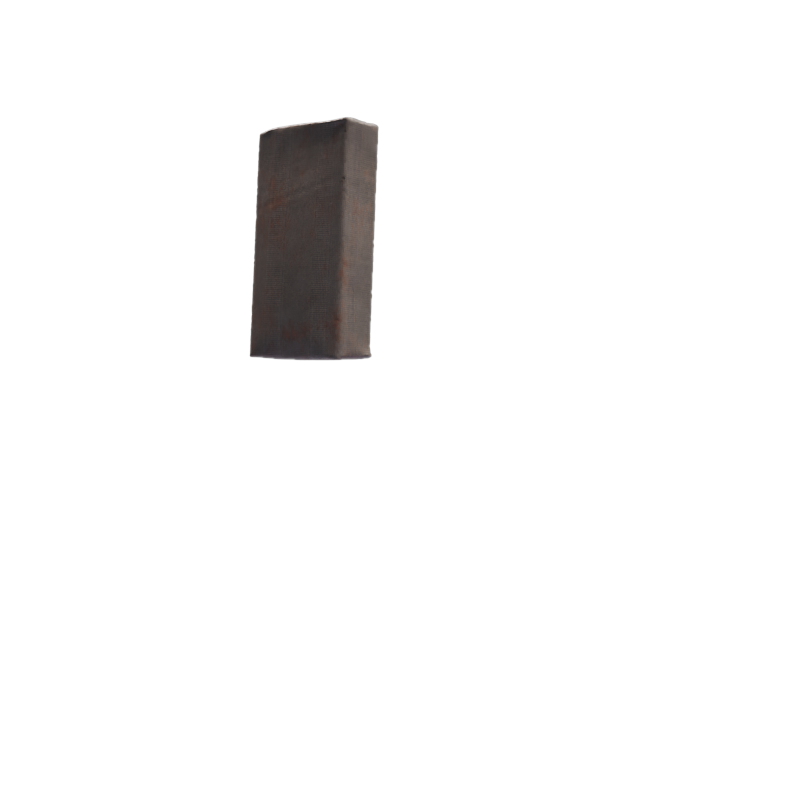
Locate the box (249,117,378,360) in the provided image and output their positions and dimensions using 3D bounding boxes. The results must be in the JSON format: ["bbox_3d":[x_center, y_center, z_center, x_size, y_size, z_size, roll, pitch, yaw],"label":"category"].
[{"bbox_3d":[-0.066,-0.119,0.832,0.097,0.178,0.046,-3,-5,40],"label":"box"}]
